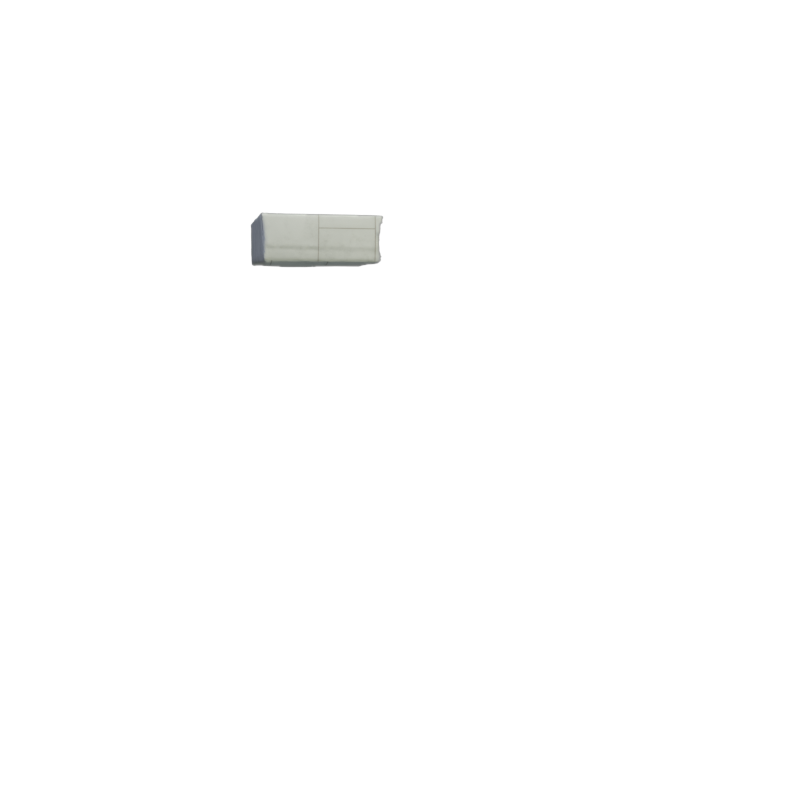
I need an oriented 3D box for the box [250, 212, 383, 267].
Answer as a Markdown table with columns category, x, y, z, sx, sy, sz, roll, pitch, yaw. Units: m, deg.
| category | x | y | z | sx | sy | sz | roll | pitch | yaw |
| --- | --- | --- | --- | --- | --- | --- | --- | --- | --- |
| box | -0.067 | -0.121 | 0.848 | 0.089 | 0.039 | 0.115 | -1 | 6 | -10 |
